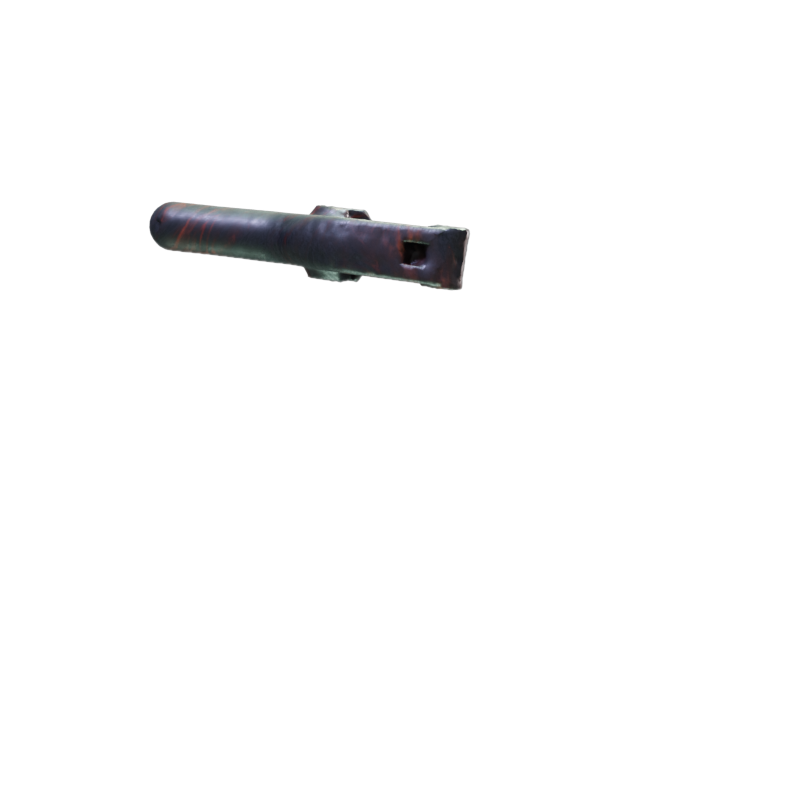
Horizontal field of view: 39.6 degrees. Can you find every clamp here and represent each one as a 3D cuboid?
[{"bbox_3d":[-0.042,-0.077,0.536,0.116,0.039,0.179,-6,11,-32],"label":"clamp"}]
